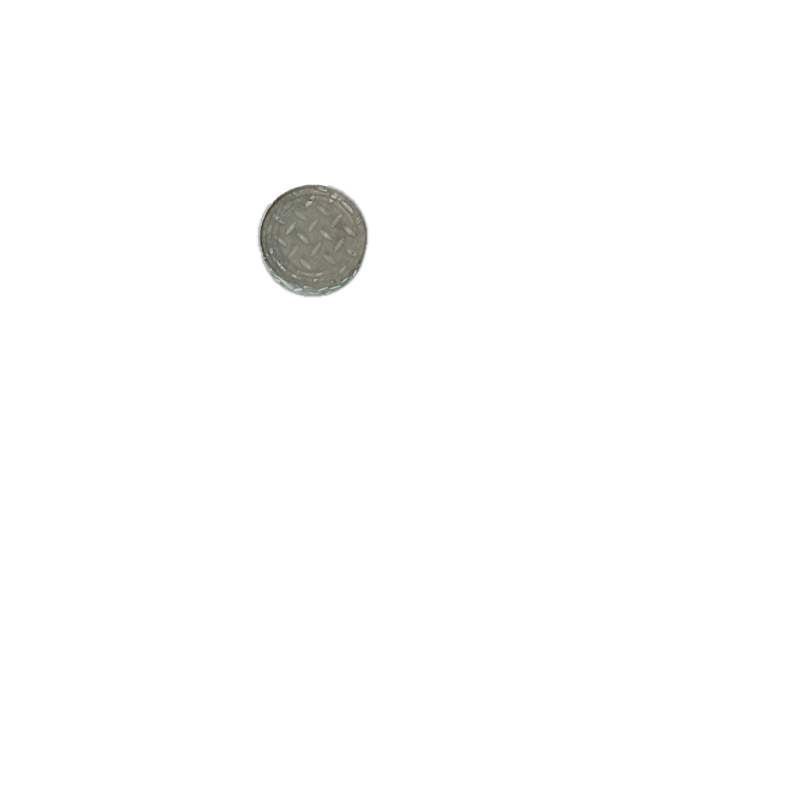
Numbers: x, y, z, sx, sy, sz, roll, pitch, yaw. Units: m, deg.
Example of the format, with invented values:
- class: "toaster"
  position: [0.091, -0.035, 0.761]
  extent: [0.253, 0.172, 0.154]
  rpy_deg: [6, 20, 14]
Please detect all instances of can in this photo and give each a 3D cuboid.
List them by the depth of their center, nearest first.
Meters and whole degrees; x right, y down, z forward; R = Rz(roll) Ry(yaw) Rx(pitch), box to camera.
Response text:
- class: "can"
  position: [-0.069, -0.127, 0.887]
  extent: [0.086, 0.089, 0.032]
  rpy_deg: [0, -15, -1]
